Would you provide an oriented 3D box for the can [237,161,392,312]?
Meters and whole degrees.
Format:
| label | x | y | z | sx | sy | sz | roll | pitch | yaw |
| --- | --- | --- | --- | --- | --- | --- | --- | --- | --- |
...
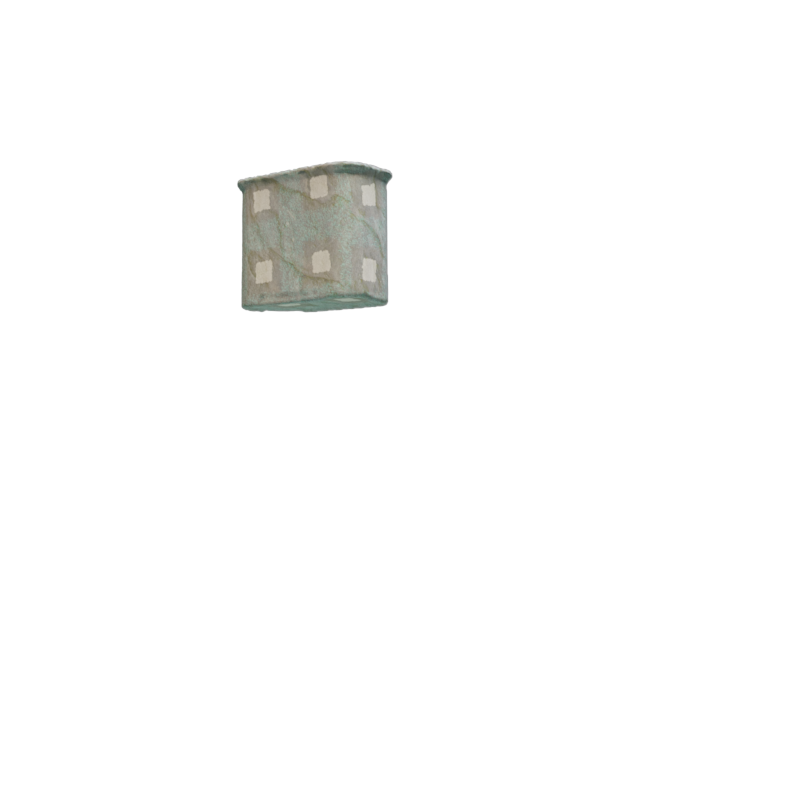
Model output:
| label | x | y | z | sx | sy | sz | roll | pitch | yaw |
| --- | --- | --- | --- | --- | --- | --- | --- | --- | --- |
| can | -0.055 | -0.101 | 0.704 | 0.105 | 0.085 | 0.055 | -4 | -8 | 37 |
